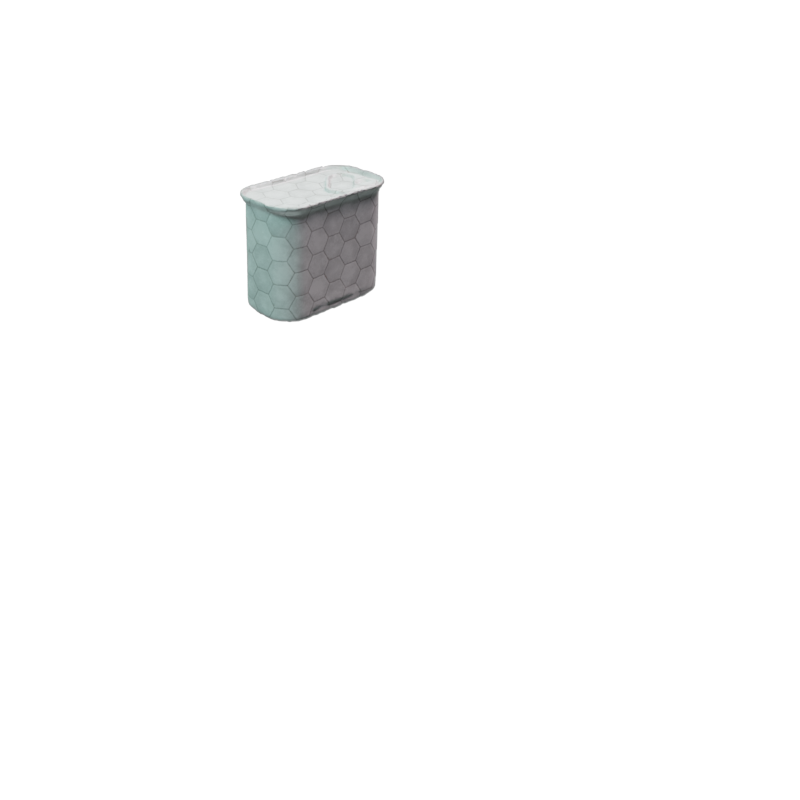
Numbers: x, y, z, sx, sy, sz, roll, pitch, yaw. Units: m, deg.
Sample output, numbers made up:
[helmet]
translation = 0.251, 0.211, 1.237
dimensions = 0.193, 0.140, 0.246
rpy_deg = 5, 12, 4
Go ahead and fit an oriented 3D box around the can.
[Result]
[can]
translation = -0.060, -0.110, 0.770
dimensions = 0.061, 0.080, 0.101
rpy_deg = 22, 33, 39
